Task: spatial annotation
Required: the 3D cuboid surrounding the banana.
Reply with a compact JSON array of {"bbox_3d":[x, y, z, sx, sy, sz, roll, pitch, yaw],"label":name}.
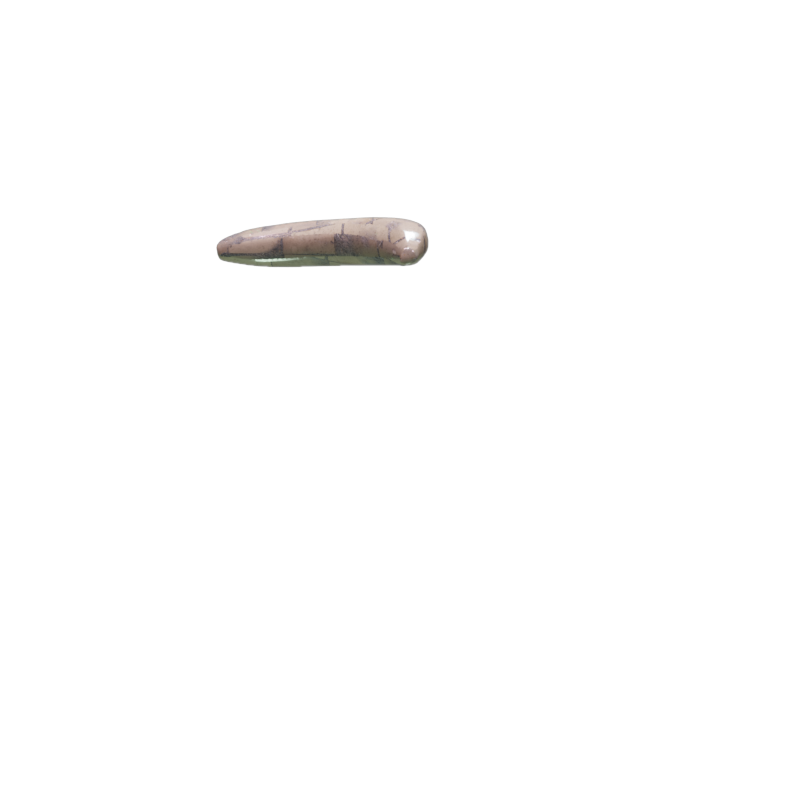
[{"bbox_3d":[-0.050,-0.118,0.832,0.206,0.037,0.067,5,7,41],"label":"banana"}]
